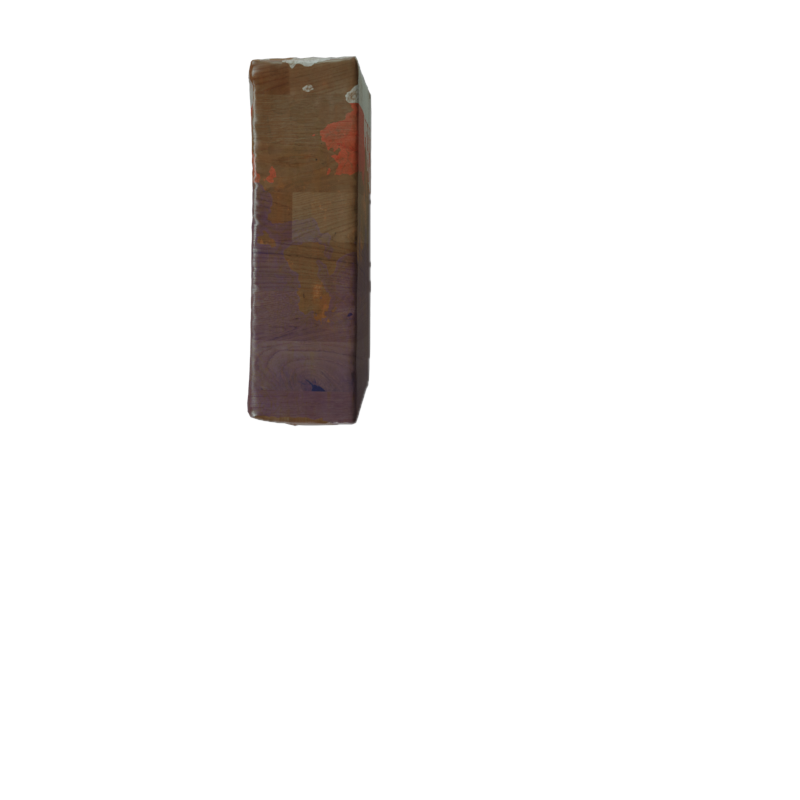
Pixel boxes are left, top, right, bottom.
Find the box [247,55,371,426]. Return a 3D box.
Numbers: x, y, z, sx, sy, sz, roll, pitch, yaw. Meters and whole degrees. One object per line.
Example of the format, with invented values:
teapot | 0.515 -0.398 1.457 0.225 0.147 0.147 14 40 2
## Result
box | -0.056 -0.102 0.714 0.072 0.213 0.164 0 3 2
